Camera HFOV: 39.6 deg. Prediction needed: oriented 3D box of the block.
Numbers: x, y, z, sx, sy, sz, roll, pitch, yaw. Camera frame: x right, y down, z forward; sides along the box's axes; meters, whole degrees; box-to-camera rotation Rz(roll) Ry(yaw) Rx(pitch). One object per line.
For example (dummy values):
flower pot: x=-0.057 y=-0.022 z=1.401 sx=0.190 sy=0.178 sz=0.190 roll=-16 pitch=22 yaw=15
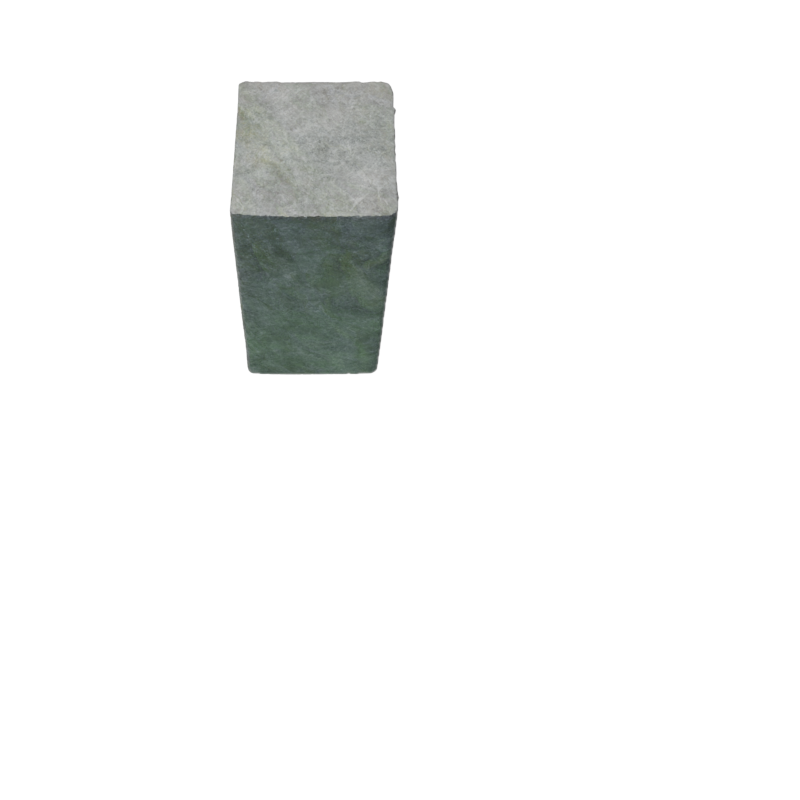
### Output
block: x=-0.053 y=-0.098 z=0.689 sx=0.090 sy=0.096 sz=0.195 roll=1 pitch=-25 yaw=-3
